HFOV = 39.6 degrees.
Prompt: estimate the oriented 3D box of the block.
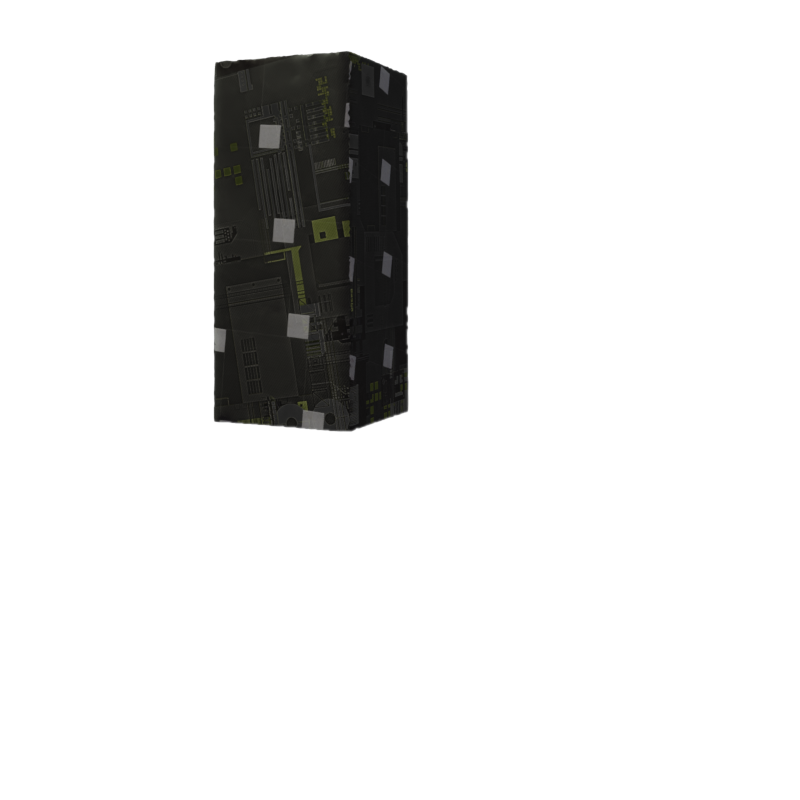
[{"bbox_3d":[-0.052,-0.094,0.656,0.093,0.206,0.088,0,1,23],"label":"block"}]
